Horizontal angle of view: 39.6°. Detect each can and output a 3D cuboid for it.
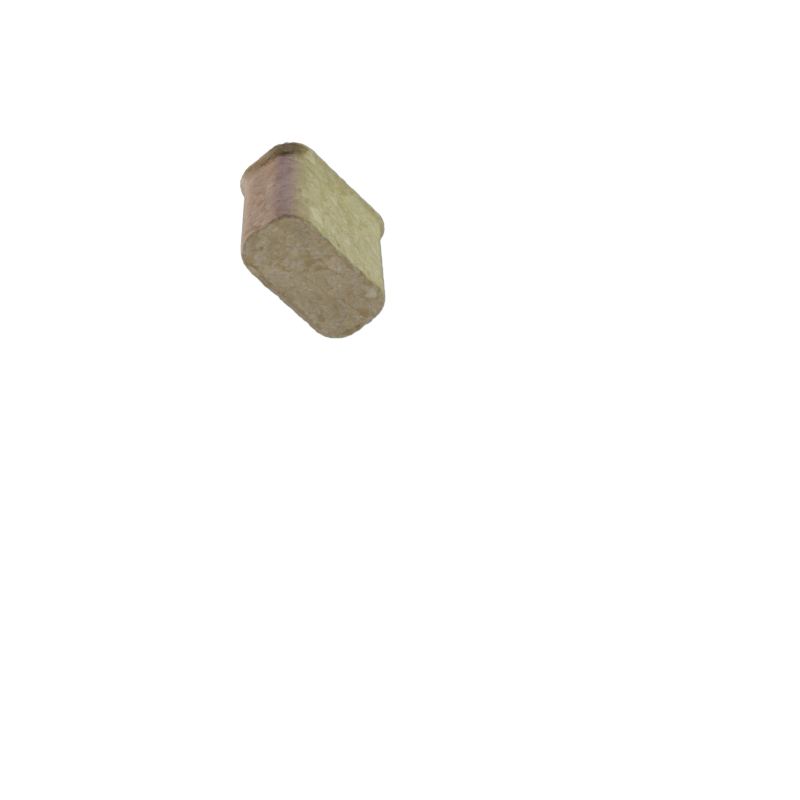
[{"bbox_3d":[-0.055,-0.100,0.698,0.057,0.090,0.096,-35,-59,23],"label":"can"}]
